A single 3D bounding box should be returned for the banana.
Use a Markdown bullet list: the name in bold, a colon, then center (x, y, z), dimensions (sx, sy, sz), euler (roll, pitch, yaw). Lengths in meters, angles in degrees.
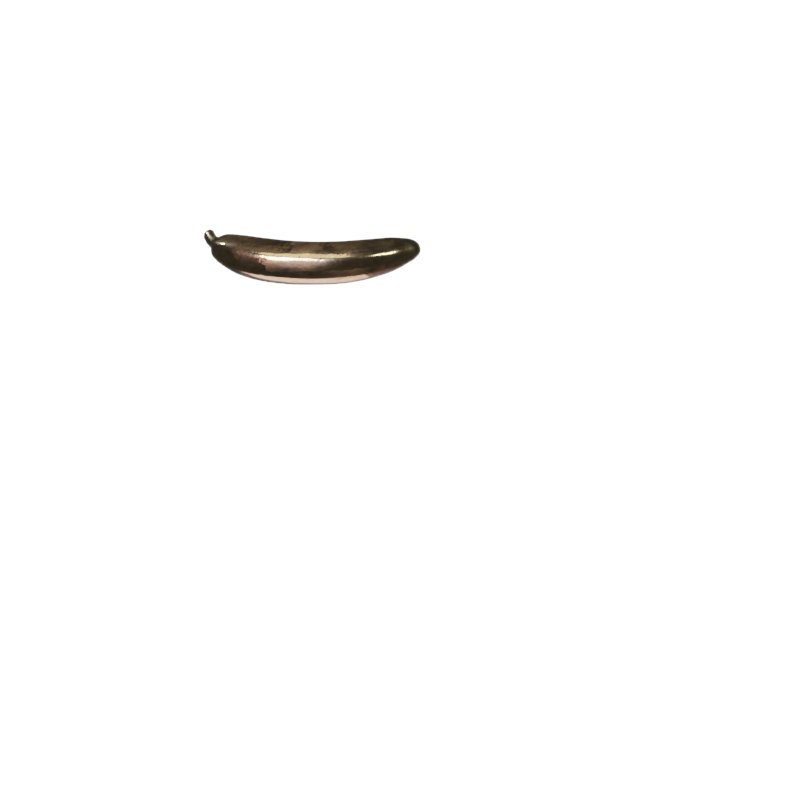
- **banana**: center (-0.083, -0.129, 0.975), dimensions (0.200, 0.034, 0.074), euler (6, 41, 6)
